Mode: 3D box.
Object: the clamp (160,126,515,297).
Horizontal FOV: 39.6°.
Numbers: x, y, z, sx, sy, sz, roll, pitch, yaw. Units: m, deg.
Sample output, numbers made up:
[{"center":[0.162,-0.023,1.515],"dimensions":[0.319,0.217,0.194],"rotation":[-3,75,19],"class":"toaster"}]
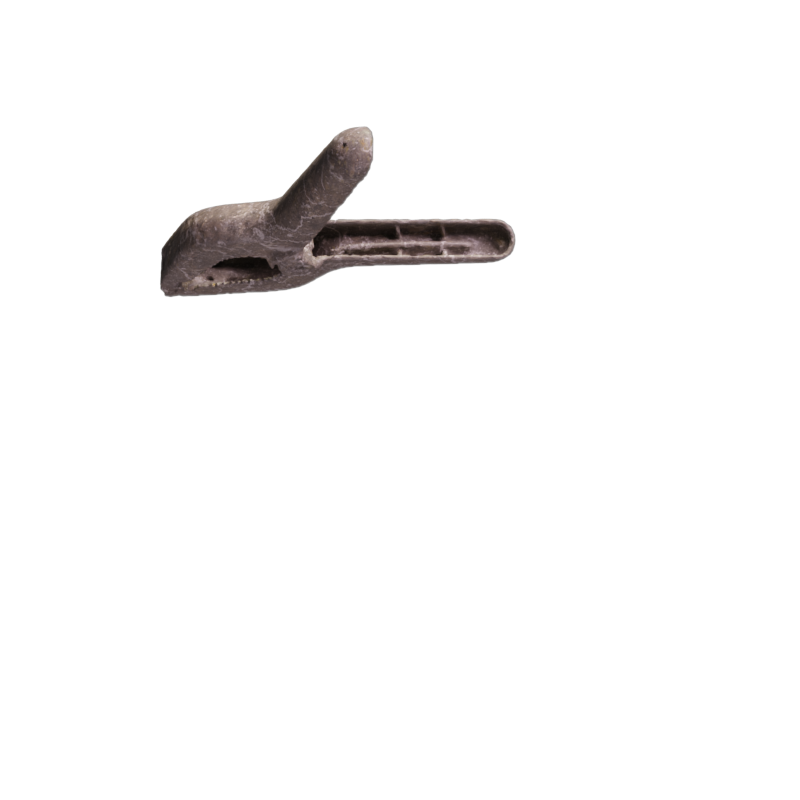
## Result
[{"center":[-0.050,-0.091,0.639],"dimensions":[0.214,0.038,0.155],"rotation":[-12,-20,38],"class":"clamp"}]
